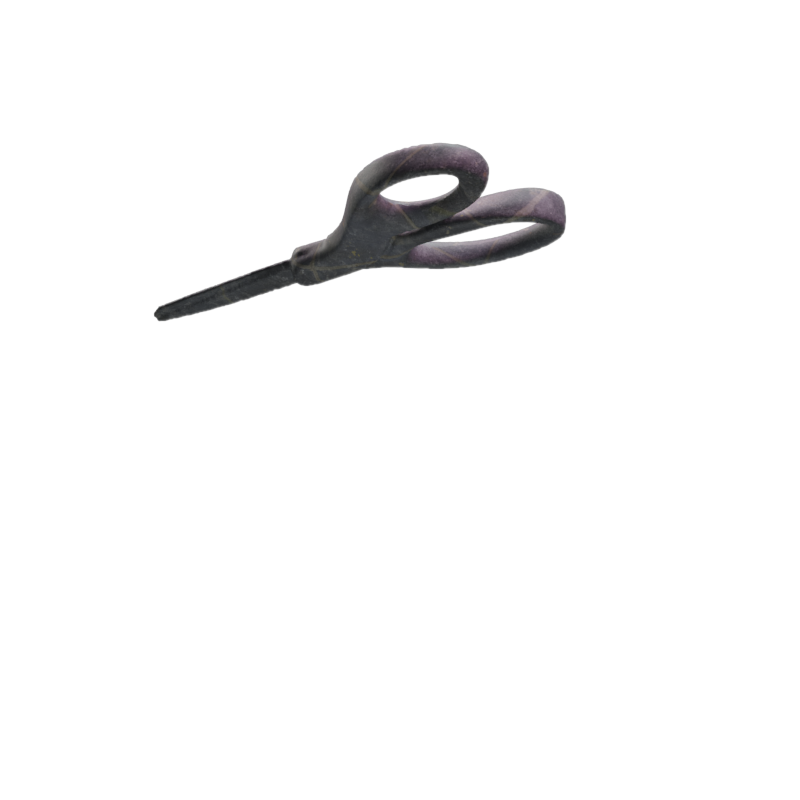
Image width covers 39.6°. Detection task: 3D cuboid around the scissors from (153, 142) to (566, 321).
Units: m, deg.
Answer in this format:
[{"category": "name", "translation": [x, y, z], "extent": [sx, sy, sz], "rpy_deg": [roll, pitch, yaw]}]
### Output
[{"category": "scissors", "translation": [-0.036, -0.065, 0.457], "extent": [0.205, 0.017, 0.090], "rpy_deg": [-7, -21, 20]}]
